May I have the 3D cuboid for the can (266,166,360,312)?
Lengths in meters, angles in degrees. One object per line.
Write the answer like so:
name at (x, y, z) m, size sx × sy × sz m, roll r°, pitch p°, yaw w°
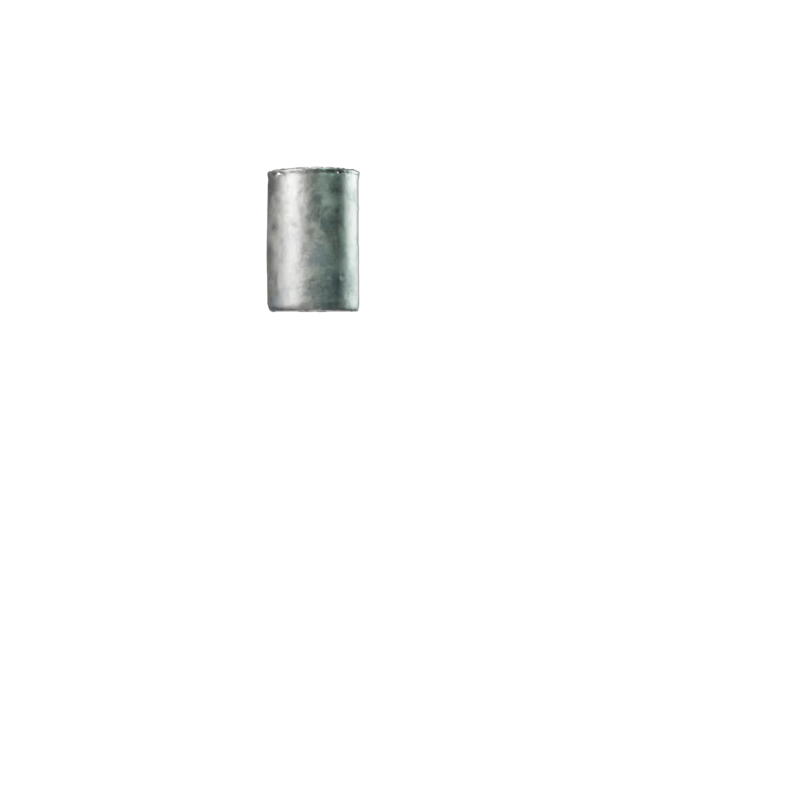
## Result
can at (-0.063, -0.115, 0.807) m, size 0.068 × 0.103 × 0.068 m, roll 0°, pitch -1°, yaw -2°
